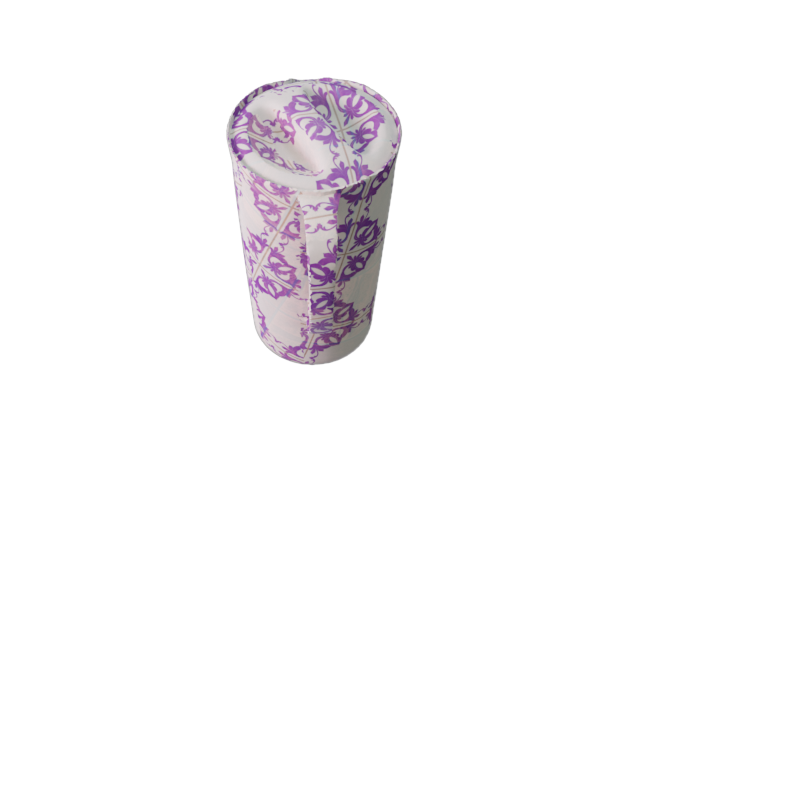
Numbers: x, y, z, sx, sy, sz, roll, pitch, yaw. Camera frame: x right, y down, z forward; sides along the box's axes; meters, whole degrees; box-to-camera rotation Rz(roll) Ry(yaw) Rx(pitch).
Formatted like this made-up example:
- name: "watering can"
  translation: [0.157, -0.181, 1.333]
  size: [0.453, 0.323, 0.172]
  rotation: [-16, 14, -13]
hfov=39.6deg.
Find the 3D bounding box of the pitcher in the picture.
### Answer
- name: "pitcher"
  translation: [-0.072, -0.131, 0.917]
  size: [0.153, 0.227, 0.152]
  rotation: [33, 57, 21]
